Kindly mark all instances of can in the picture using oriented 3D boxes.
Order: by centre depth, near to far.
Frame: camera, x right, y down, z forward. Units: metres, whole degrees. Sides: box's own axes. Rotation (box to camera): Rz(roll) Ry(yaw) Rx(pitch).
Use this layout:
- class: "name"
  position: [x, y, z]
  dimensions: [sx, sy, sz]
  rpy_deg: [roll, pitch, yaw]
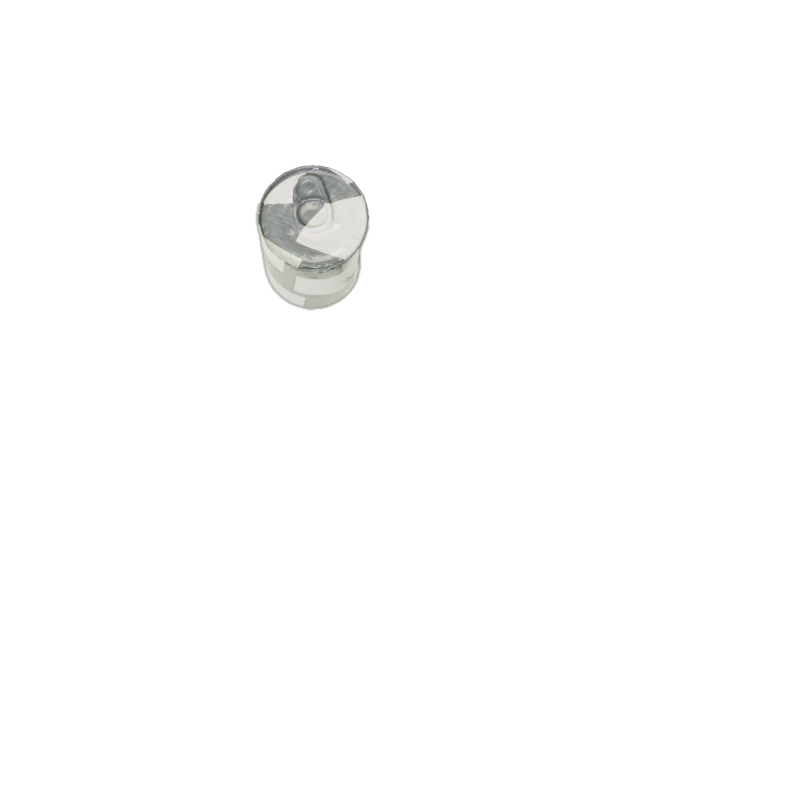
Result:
- class: "can"
  position: [-0.056, -0.103, 0.718]
  dimensions: [0.068, 0.071, 0.099]
  rpy_deg: [0, -12, -3]
